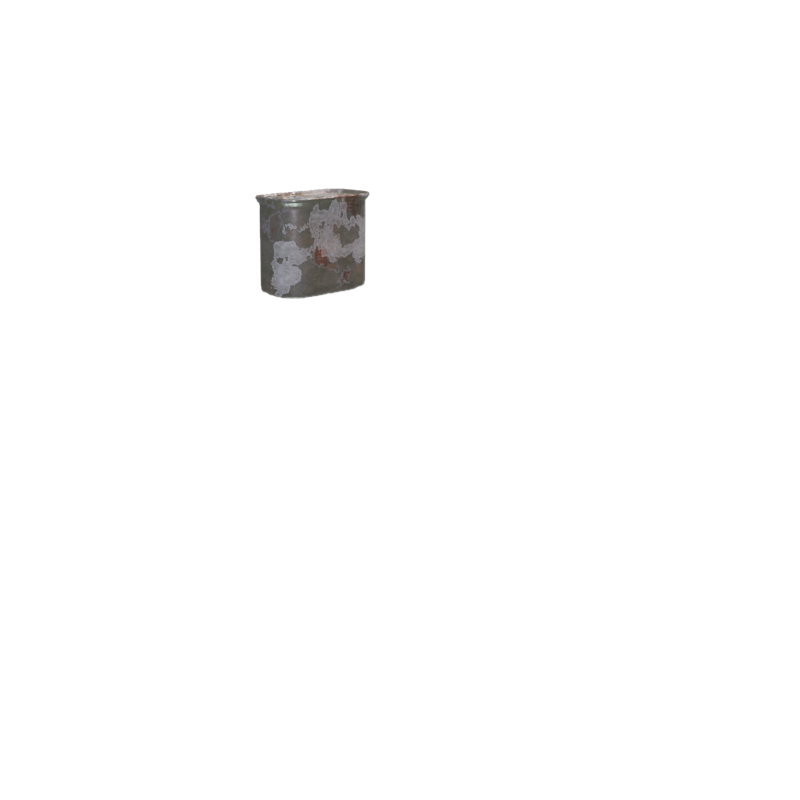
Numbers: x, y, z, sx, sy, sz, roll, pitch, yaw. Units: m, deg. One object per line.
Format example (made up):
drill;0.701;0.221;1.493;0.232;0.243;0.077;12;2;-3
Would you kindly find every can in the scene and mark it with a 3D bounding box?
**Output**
can;-0.075;-0.136;0.953;0.060;0.082;0.099;10;16;43
